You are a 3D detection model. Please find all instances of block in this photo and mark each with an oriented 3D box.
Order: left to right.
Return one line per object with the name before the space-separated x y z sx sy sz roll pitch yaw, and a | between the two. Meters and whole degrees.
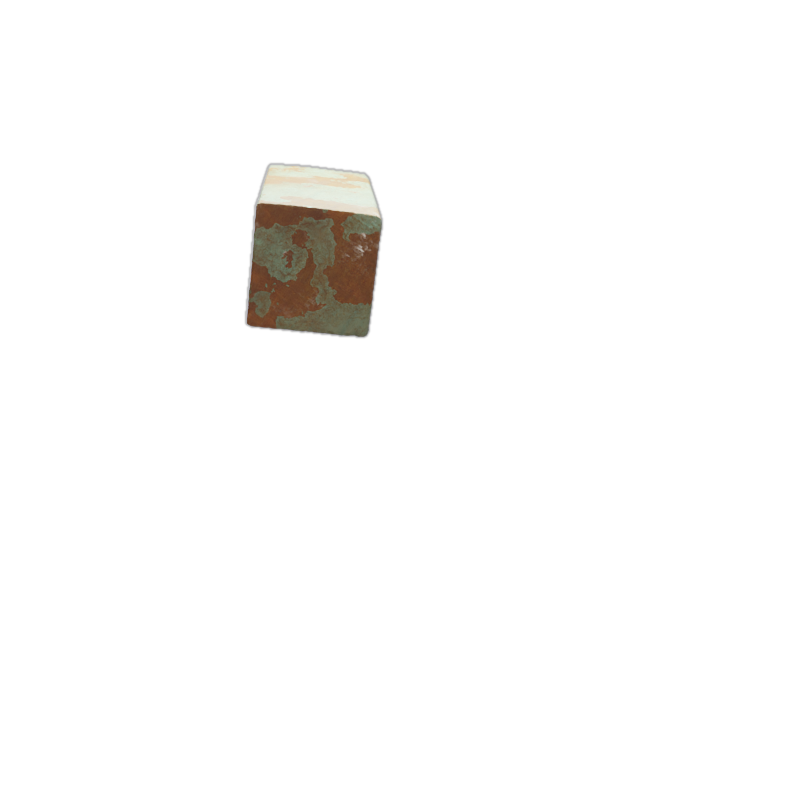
block | -0.067 -0.124 0.871 0.090 0.088 0.214 5 17 -6
